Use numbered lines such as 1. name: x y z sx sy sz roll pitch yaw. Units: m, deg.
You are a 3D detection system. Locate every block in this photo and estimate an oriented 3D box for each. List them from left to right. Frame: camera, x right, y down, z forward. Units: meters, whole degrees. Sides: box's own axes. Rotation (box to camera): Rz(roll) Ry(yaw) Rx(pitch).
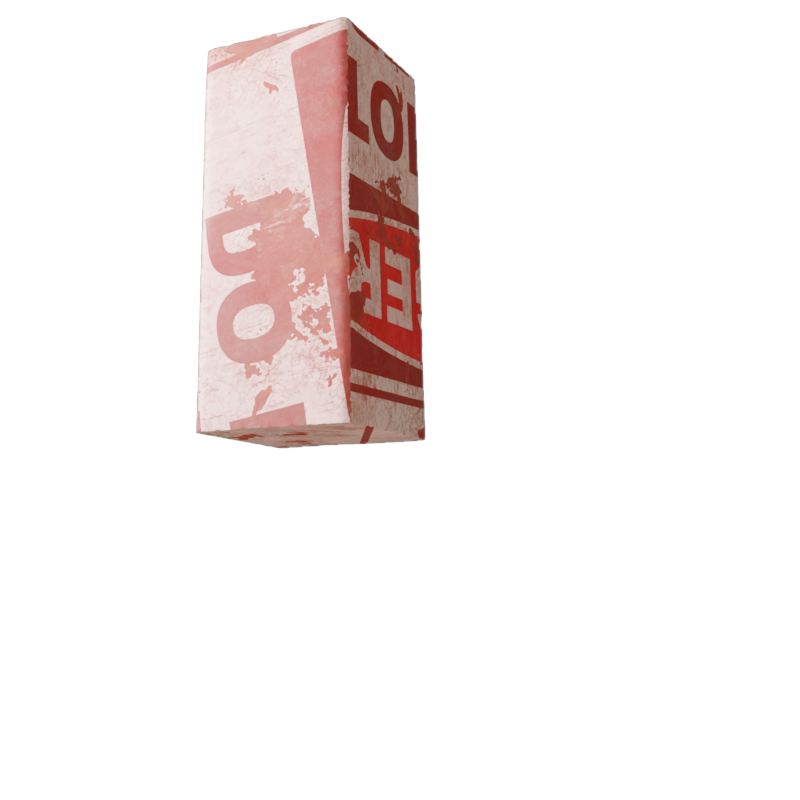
1. block: -0.047 -0.084 0.591 0.092 0.214 0.085 -8 -16 25
